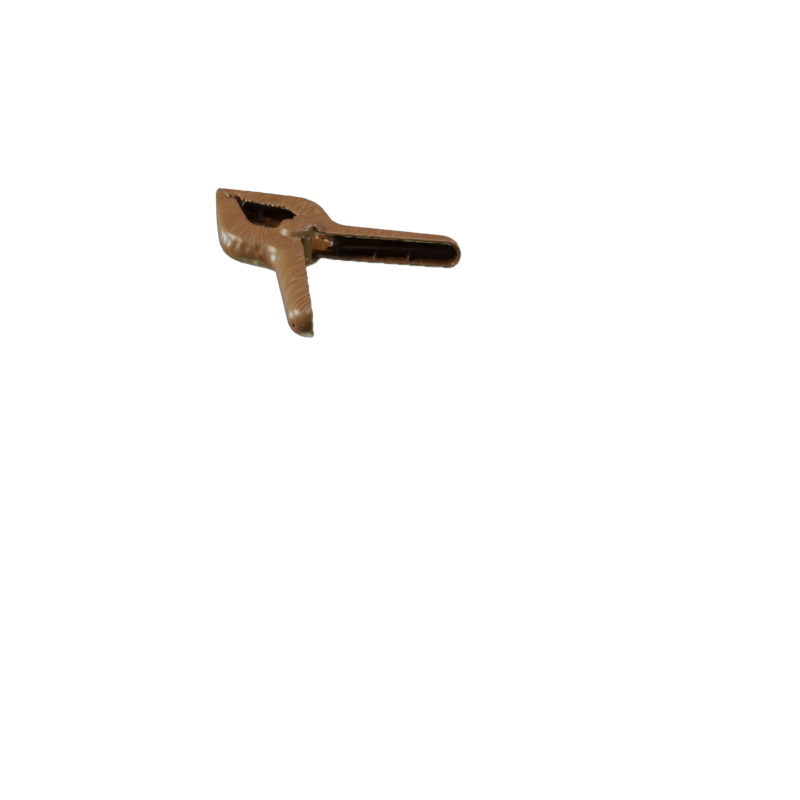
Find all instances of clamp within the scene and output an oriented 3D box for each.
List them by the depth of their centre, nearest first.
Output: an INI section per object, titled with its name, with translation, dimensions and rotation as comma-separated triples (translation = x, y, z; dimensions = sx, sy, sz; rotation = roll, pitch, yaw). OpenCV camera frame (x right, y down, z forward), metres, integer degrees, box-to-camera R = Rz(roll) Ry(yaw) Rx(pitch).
[clamp]
translation = -0.069, -0.125, 0.876
dimensions = 0.163, 0.034, 0.226
rotation = -22, 39, -30
